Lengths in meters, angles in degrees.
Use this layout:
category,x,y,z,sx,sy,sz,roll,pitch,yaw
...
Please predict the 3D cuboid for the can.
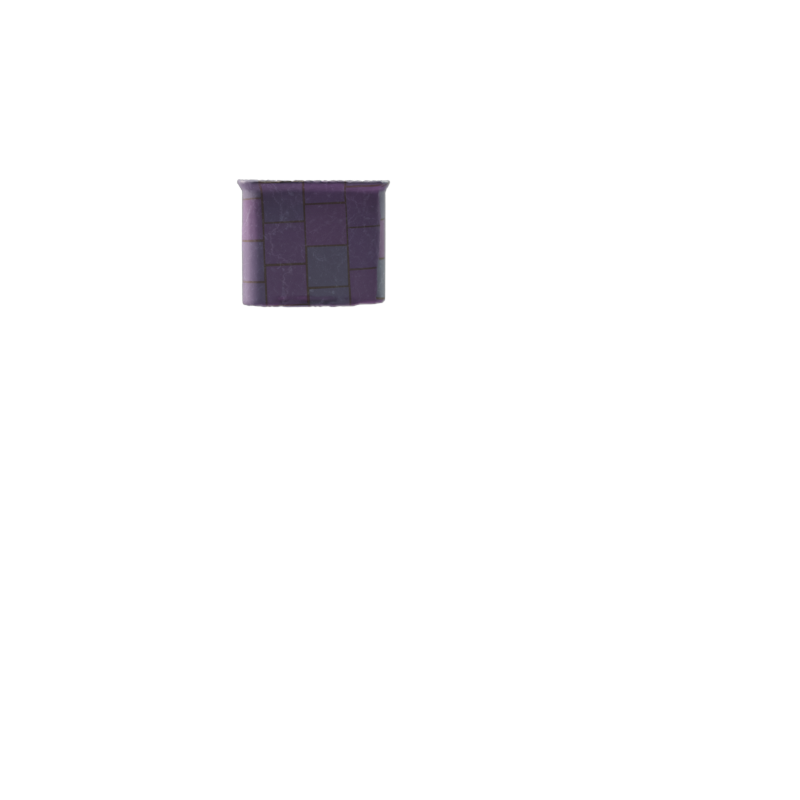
category,x,y,z,sx,sy,sz,roll,pitch,yaw
can,-0.058,-0.107,0.748,0.102,0.083,0.058,0,5,-2
